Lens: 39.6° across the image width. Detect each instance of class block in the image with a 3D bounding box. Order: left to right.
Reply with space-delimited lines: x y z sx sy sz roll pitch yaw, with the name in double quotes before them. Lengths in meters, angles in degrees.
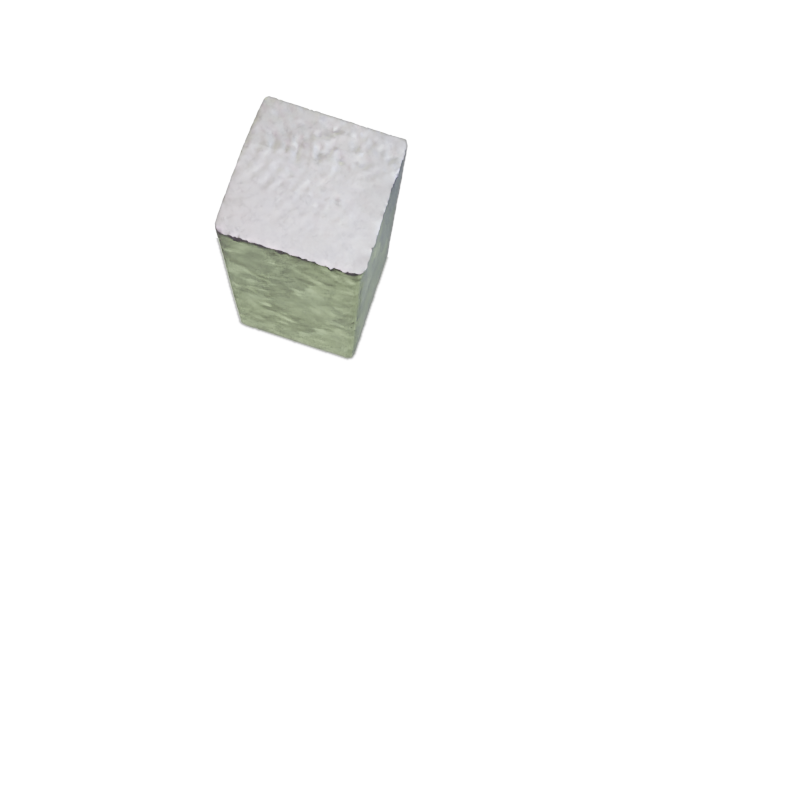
"block" -0.057 -0.102 0.721 0.091 0.093 0.199 18 -13 1
